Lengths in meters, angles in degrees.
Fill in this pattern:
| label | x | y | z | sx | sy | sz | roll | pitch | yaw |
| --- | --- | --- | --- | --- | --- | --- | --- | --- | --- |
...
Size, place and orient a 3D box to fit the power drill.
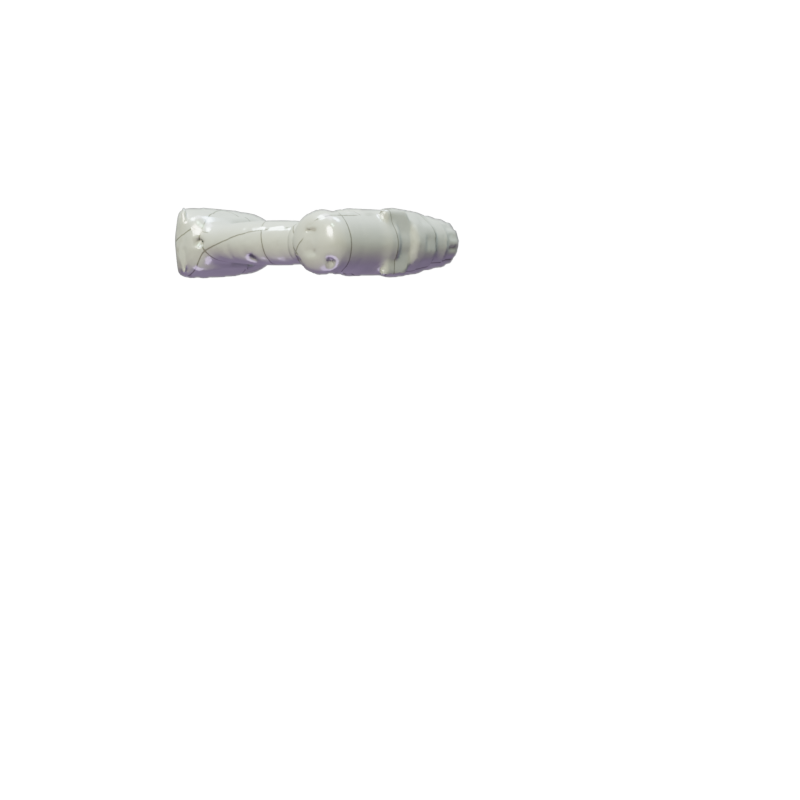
| label | x | y | z | sx | sy | sz | roll | pitch | yaw |
| --- | --- | --- | --- | --- | --- | --- | --- | --- | --- |
| power drill | -0.068 | -0.125 | 0.873 | 0.195 | 0.057 | 0.178 | 3 | 6 | 35 |
